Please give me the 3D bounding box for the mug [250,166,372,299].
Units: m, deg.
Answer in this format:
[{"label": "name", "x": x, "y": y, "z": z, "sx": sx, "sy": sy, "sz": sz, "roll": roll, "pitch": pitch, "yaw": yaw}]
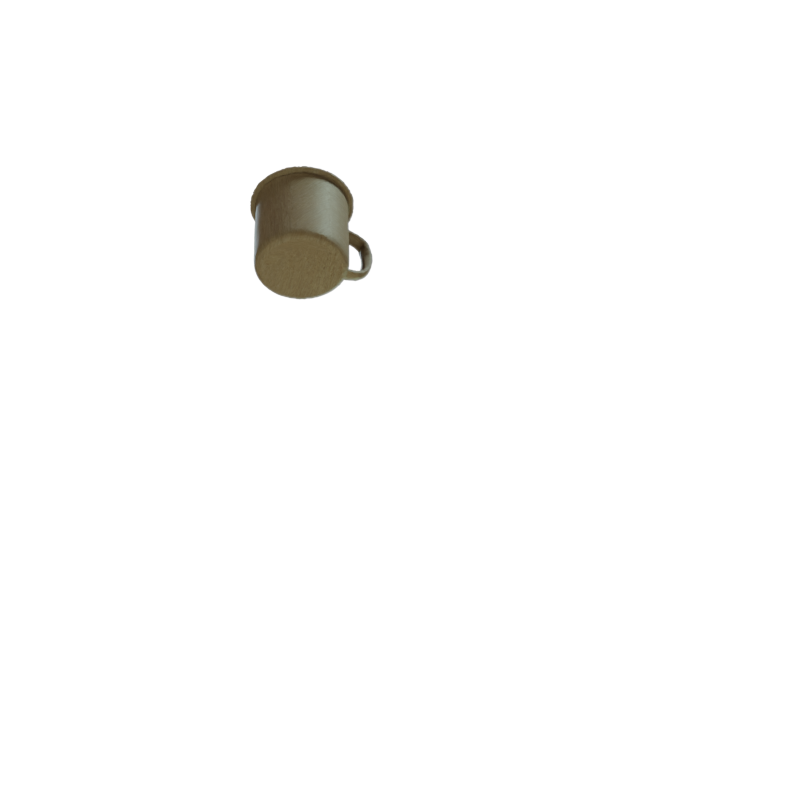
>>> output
[{"label": "mug", "x": -0.076, "y": -0.138, "z": 0.969, "sx": 0.112, "sy": 0.087, "sz": 0.091, "roll": 24, "pitch": -48, "yaw": -25}]
